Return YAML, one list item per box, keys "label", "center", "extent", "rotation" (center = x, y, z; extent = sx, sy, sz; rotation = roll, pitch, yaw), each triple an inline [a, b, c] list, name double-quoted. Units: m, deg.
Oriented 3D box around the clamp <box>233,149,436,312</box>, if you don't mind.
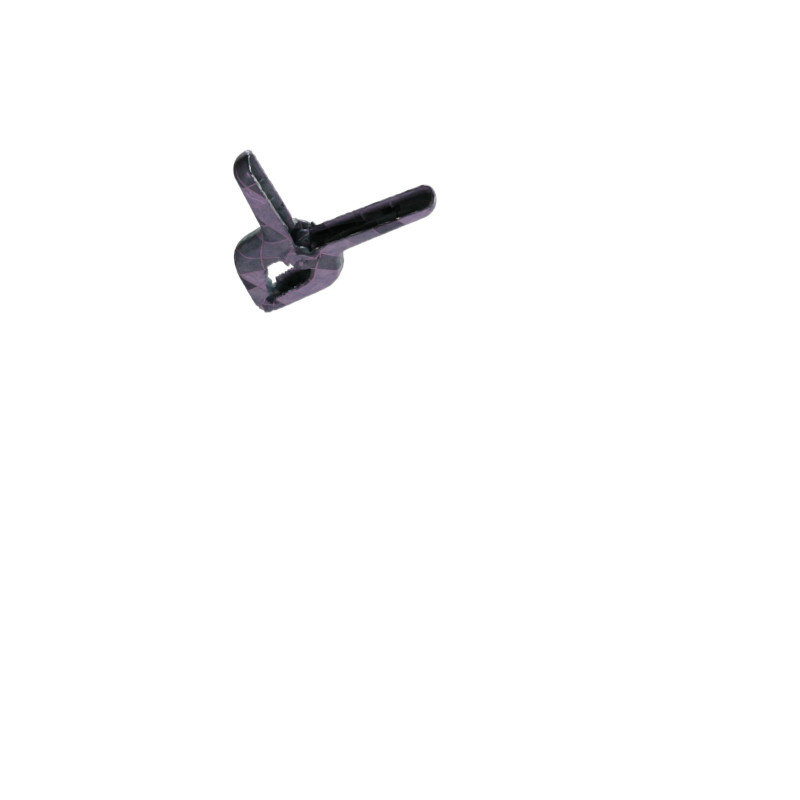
- label: "clamp"
  center: [-0.072, -0.132, 0.926]
  extent: [0.161, 0.039, 0.201]
  rotation: [7, -27, -14]
